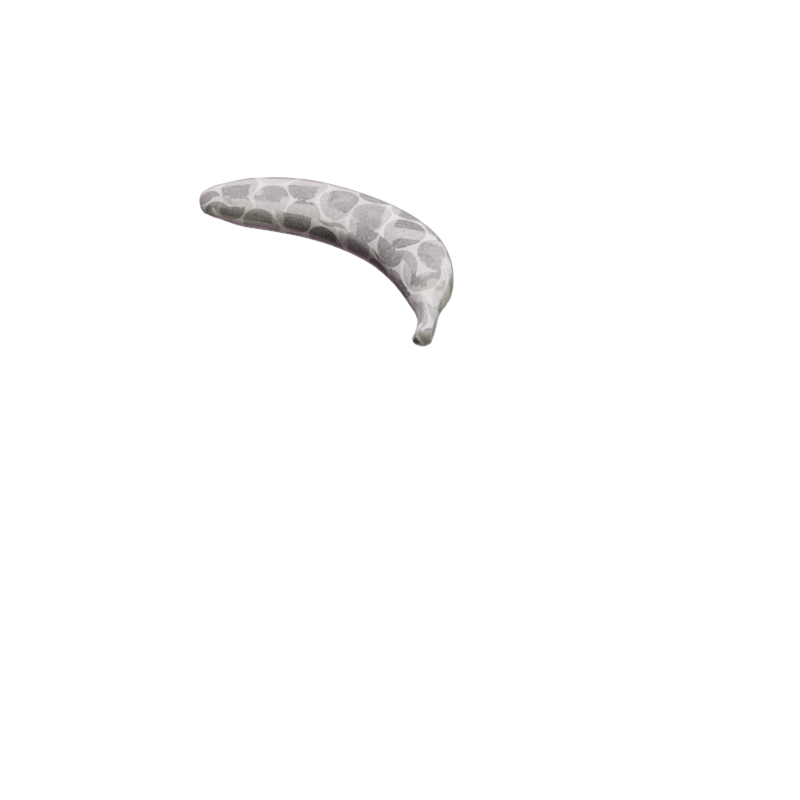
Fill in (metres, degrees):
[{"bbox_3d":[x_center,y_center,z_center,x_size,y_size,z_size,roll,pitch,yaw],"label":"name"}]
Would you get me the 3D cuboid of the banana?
[{"bbox_3d":[-0.036,-0.100,0.666,0.069,0.034,0.211,-29,46,-34],"label":"banana"}]
